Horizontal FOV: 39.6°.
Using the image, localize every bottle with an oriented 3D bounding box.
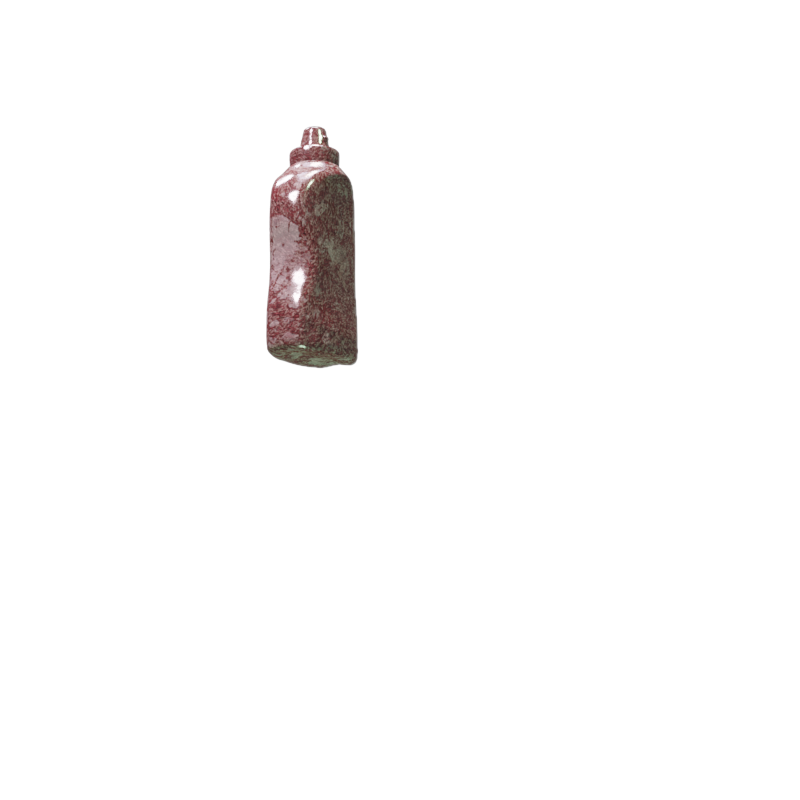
[{"bbox_3d":[-0.069,-0.127,0.887,0.060,0.199,0.090,-9,-16,27],"label":"bottle"}]
